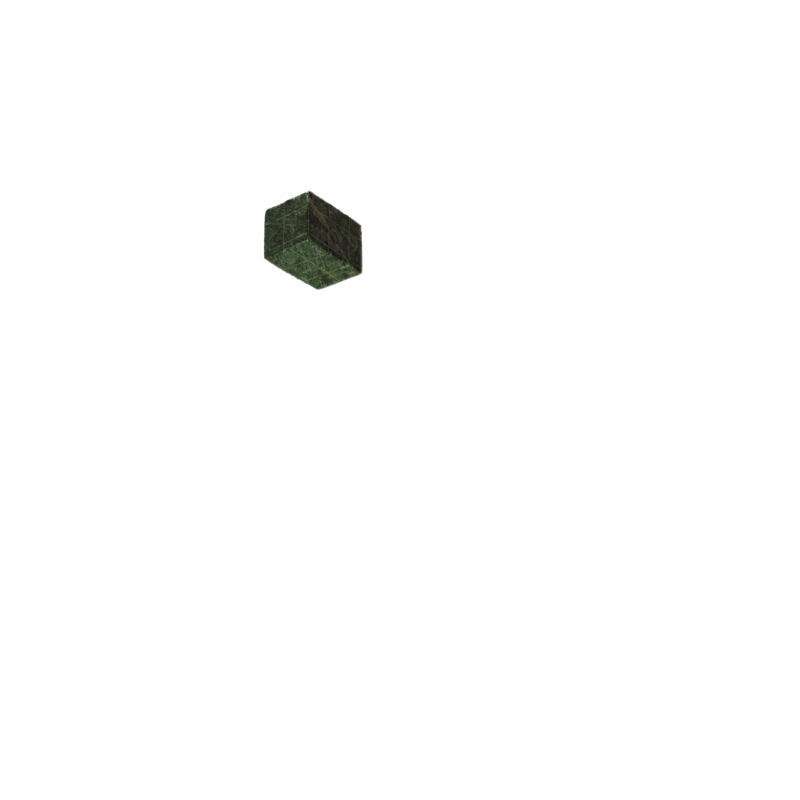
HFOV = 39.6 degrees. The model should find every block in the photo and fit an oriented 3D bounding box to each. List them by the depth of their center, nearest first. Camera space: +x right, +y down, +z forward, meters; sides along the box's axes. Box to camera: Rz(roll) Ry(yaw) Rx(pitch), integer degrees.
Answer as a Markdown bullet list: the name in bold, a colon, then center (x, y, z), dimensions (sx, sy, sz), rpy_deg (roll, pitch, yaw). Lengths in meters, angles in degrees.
- **block**: center (-0.076, -0.139, 0.977), dimensions (0.053, 0.054, 0.073), rpy_deg (-19, -31, 32)
